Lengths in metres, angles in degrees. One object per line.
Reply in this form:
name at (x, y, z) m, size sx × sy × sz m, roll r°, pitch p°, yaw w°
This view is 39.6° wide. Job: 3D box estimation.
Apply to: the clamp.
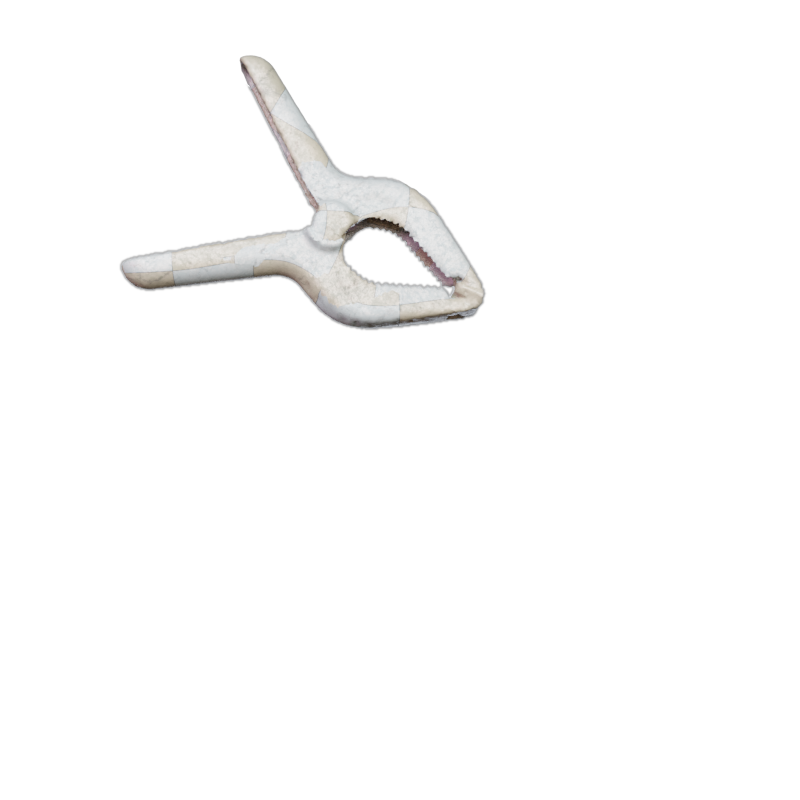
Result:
clamp at (-0.053, -0.096, 0.672) m, size 0.214 × 0.167 × 0.035 m, roll 32°, pitch -12°, yaw 8°
